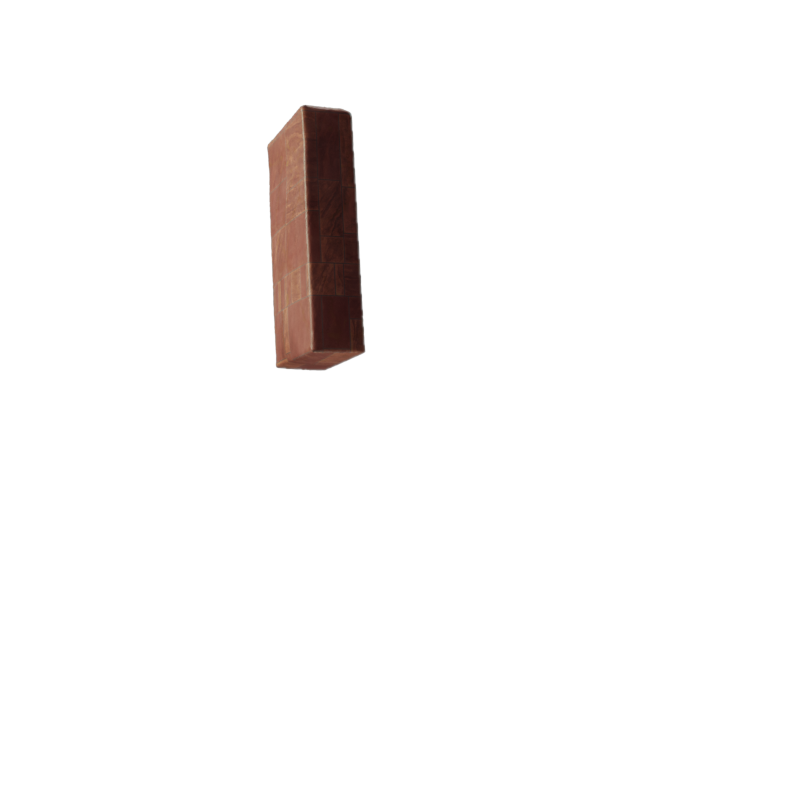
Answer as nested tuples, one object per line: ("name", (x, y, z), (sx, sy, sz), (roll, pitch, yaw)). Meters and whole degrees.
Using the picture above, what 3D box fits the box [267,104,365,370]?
("box", (-0.062, -0.114, 0.801), (0.047, 0.182, 0.093), (4, -13, -21))
